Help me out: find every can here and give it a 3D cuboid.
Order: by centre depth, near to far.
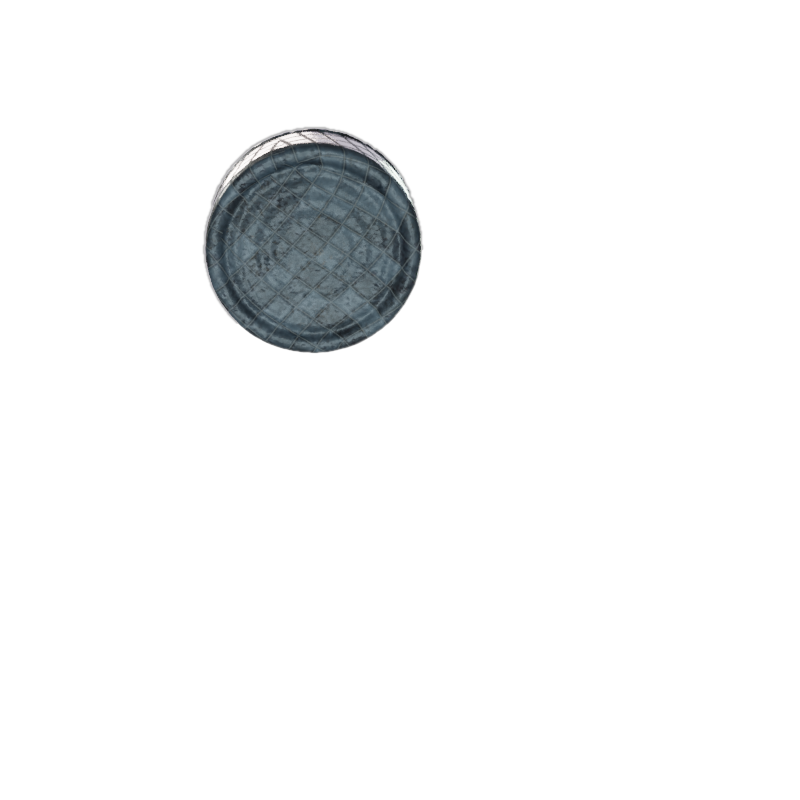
[{"bbox_3d":[-0.035,-0.063,0.441,0.086,0.083,0.035,0,17,-1],"label":"can"}]
